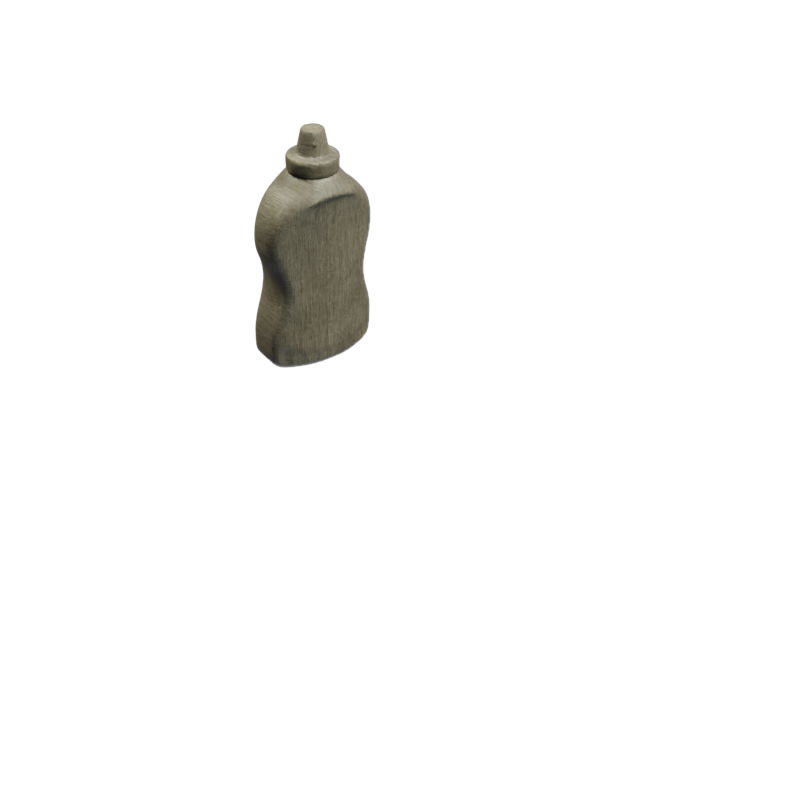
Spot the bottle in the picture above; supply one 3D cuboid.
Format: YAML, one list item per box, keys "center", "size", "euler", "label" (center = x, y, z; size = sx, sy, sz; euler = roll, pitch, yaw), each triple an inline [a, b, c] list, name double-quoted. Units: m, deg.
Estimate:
- center: [-0.068, -0.123, 0.861]
  size: [0.095, 0.180, 0.063]
  euler: [-20, 38, -31]
  label: "bottle"
